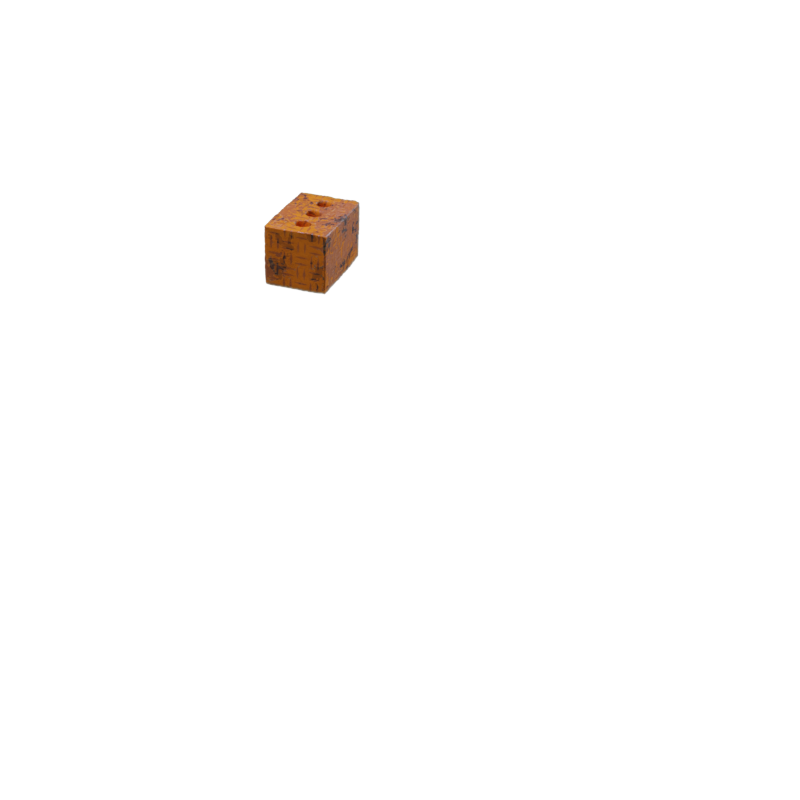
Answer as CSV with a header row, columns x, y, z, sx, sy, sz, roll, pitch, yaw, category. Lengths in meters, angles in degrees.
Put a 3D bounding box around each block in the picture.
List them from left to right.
x,y,z,sx,sy,sz,roll,pitch,yaw,category
-0.069,-0.126,0.885,0.054,0.048,0.080,10,31,16,block
